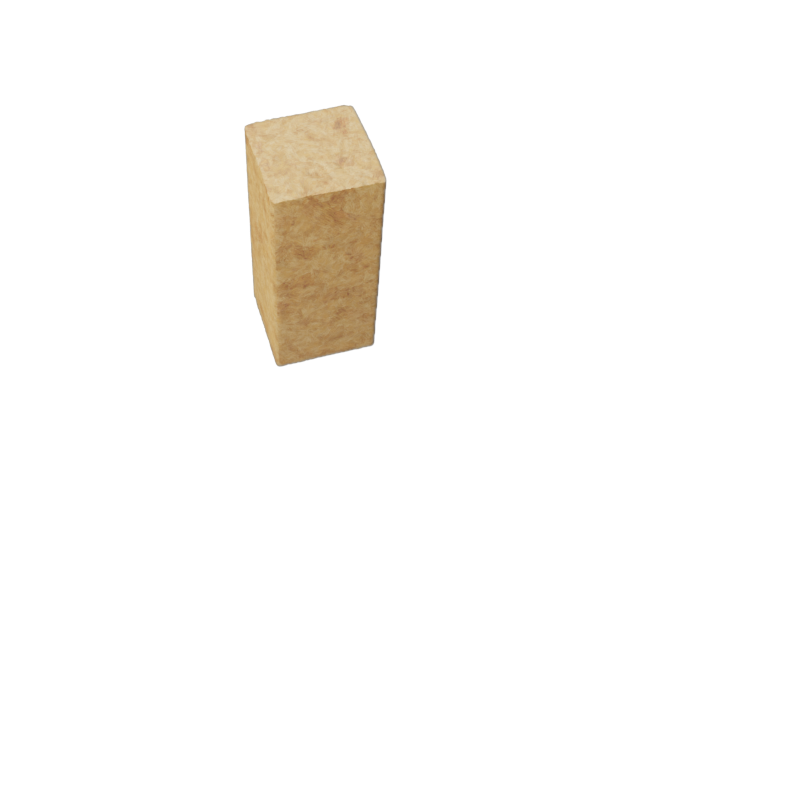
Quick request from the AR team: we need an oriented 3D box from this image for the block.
[{"bbox_3d":[-0.071,-0.130,0.910,0.090,0.097,0.192,-13,-34,-13],"label":"block"}]
